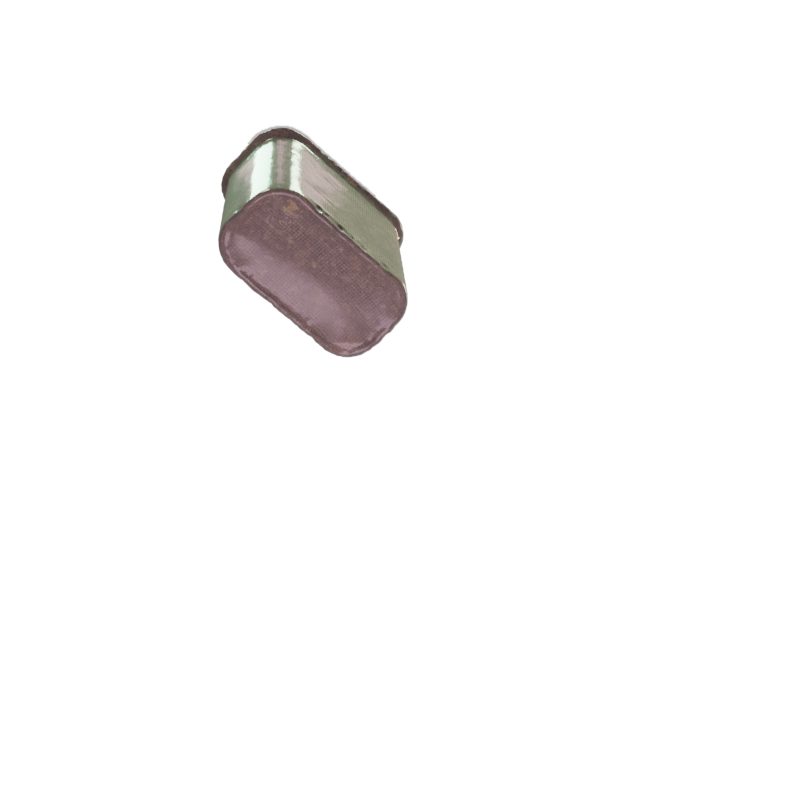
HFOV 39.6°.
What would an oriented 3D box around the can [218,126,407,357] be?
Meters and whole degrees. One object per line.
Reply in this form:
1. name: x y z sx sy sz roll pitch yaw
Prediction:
1. can: -0.044 -0.080 0.561 0.098 0.057 0.089 39 20 -20
